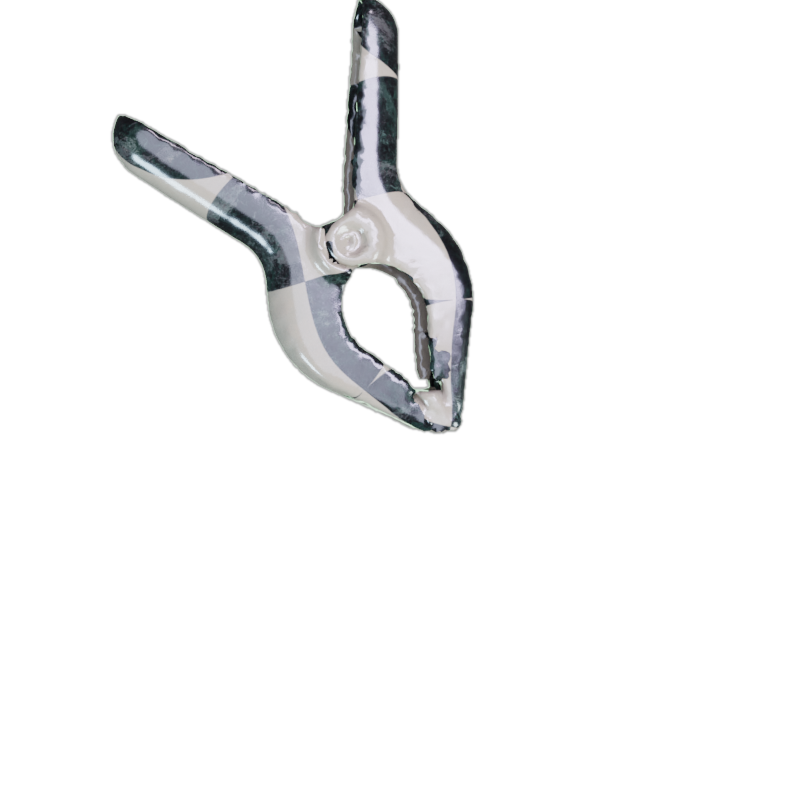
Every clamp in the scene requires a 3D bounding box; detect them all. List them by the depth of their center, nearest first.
[{"bbox_3d":[-0.034,-0.061,0.429,0.120,0.174,0.039,-20,-5,-2],"label":"clamp"}]
